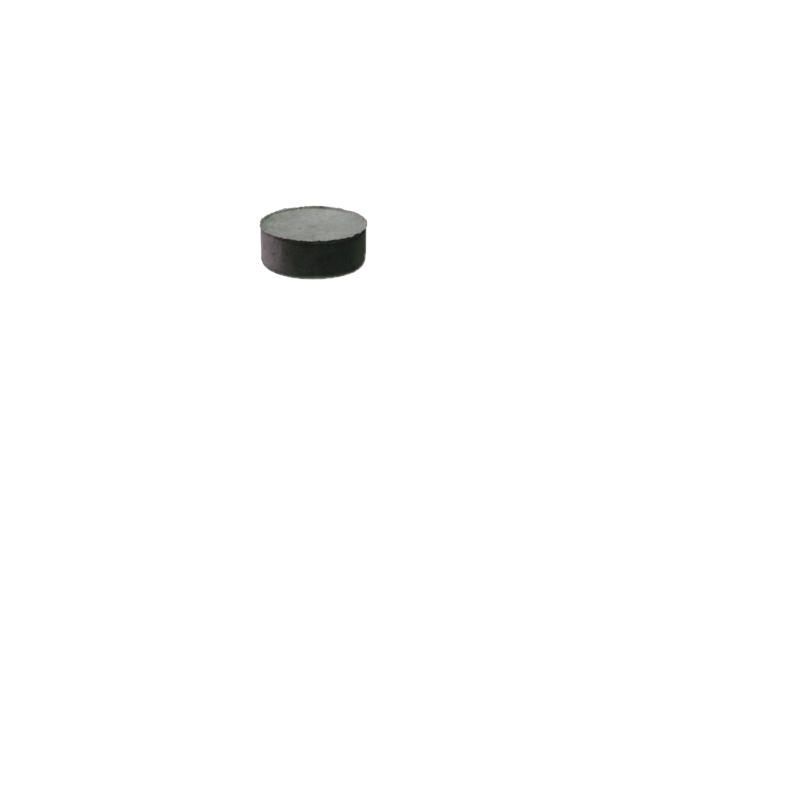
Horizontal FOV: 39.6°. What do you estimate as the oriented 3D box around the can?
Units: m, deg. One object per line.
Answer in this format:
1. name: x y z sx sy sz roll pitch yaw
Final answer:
1. can: -0.069 -0.126 0.886 0.086 0.032 0.091 -1 26 -2
